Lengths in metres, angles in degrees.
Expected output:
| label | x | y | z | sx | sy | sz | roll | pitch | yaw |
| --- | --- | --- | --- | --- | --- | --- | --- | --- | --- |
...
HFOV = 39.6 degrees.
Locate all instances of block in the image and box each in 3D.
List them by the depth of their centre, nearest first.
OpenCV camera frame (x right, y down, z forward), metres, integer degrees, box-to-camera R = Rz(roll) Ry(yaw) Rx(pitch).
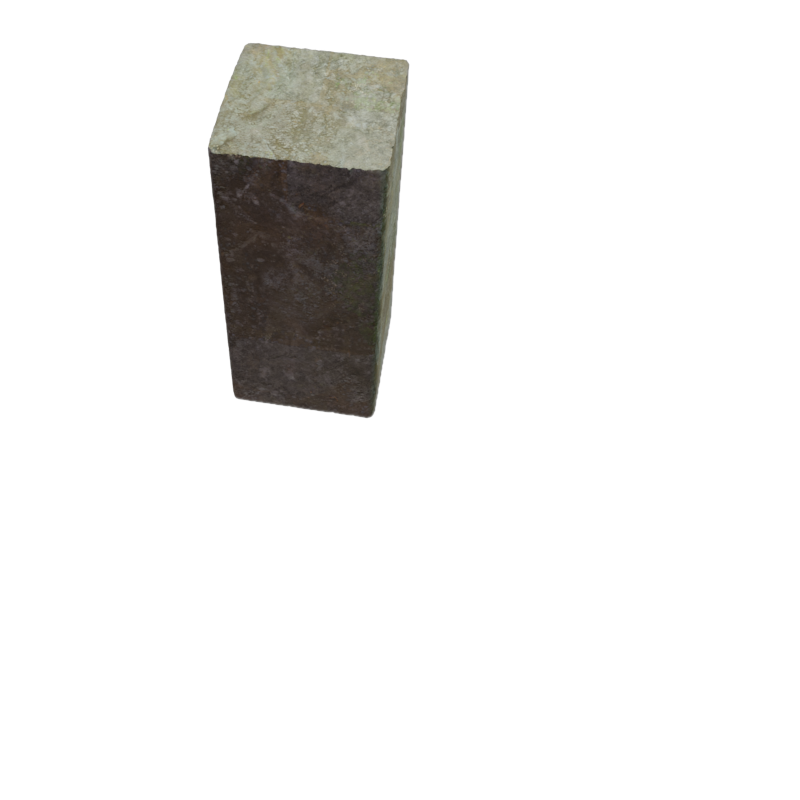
| label | x | y | z | sx | sy | sz | roll | pitch | yaw |
| --- | --- | --- | --- | --- | --- | --- | --- | --- | --- |
| block | -0.050 | -0.089 | 0.629 | 0.091 | 0.096 | 0.192 | 8 | -39 | 3 |
